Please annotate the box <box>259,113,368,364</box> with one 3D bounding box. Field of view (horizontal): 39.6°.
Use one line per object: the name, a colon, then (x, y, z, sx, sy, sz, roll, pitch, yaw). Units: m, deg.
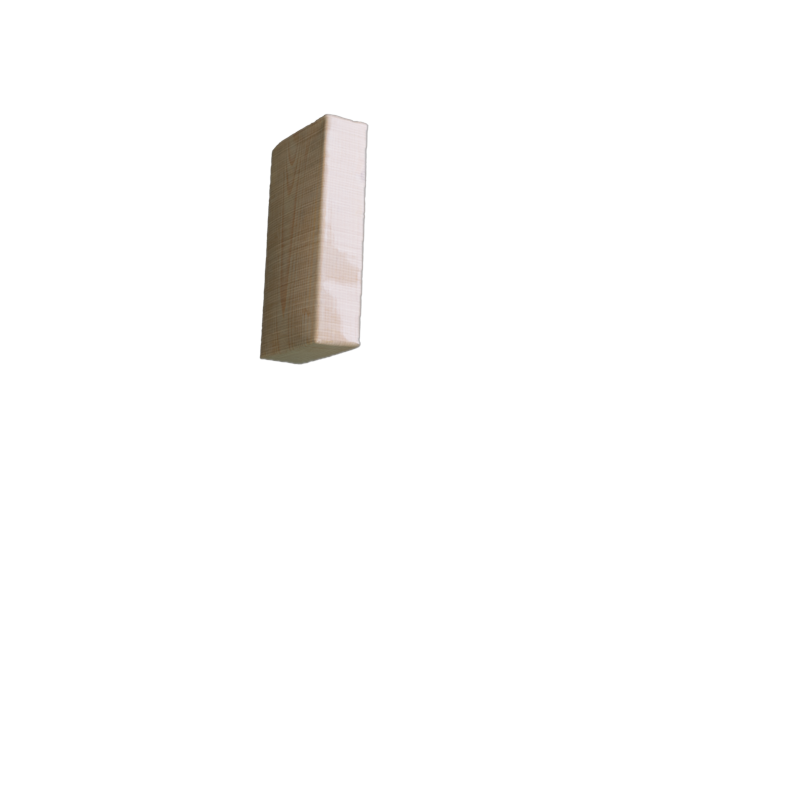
box: (-0.067, -0.122, 0.852, 0.046, 0.182, 0.094, 8, -16, -32)
